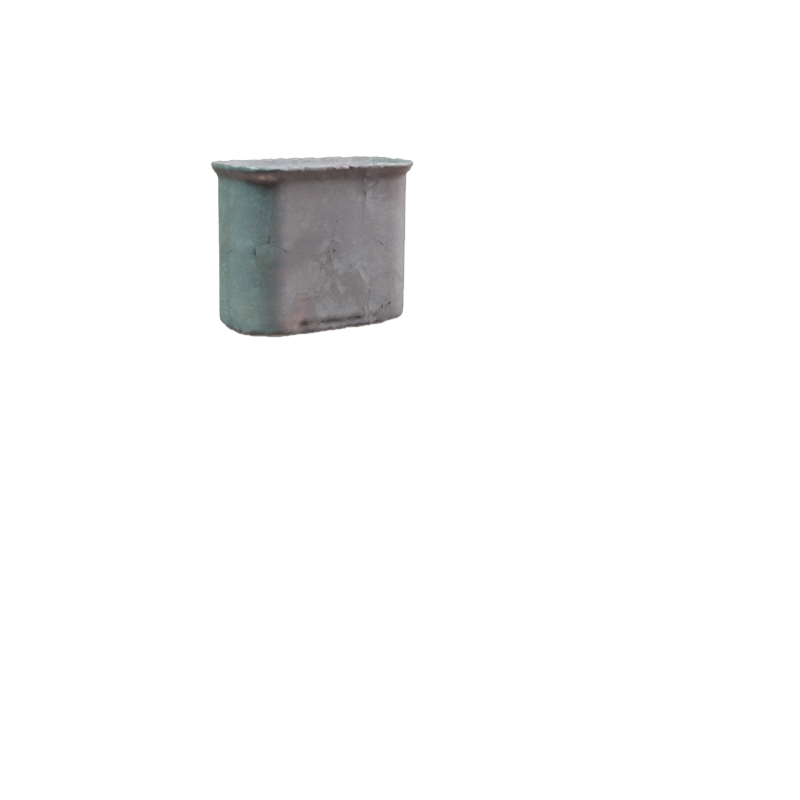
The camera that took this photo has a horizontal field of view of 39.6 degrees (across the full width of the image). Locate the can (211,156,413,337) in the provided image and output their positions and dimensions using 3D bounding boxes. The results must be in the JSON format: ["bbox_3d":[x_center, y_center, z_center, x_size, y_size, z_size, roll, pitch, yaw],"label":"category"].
[{"bbox_3d":[-0.045,-0.081,0.570,0.099,0.082,0.060,-8,13,-32],"label":"can"}]
